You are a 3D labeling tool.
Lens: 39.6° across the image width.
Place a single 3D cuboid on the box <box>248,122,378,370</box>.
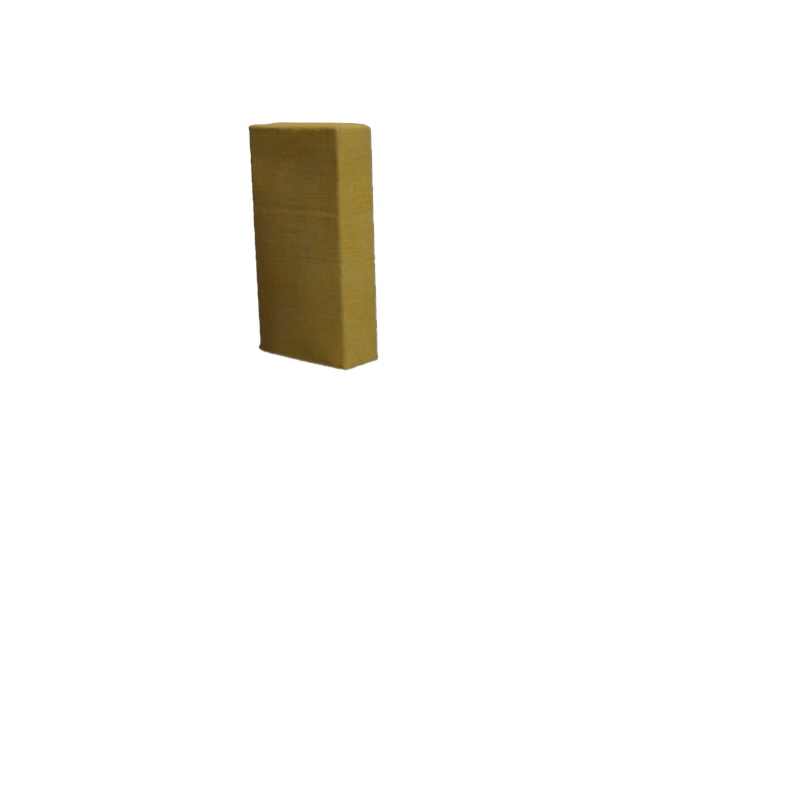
[{"bbox_3d":[-0.064,-0.118,0.825,0.098,0.173,0.047,9,11,40],"label":"box"}]
